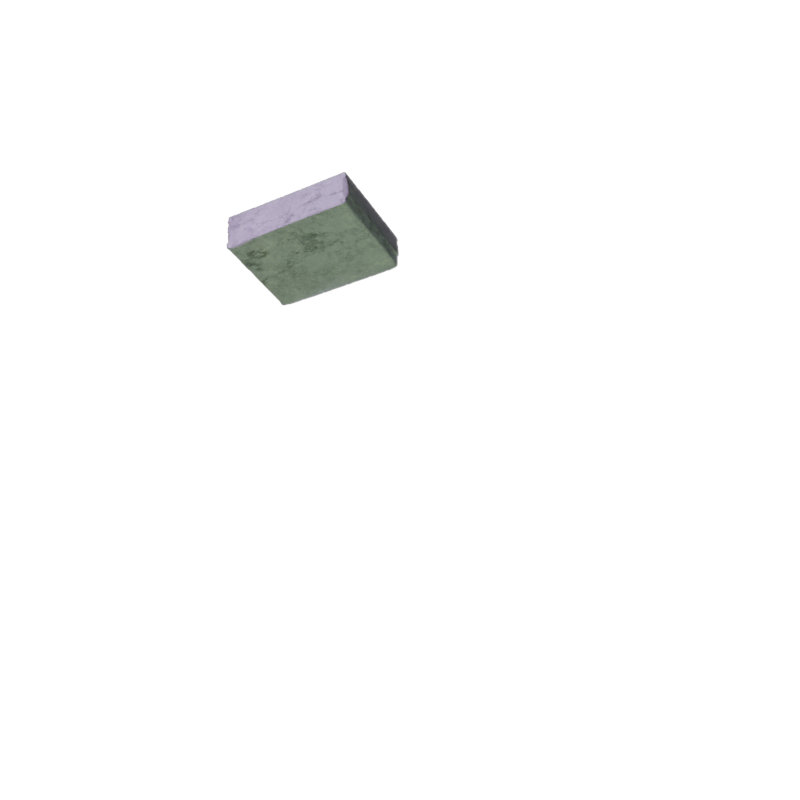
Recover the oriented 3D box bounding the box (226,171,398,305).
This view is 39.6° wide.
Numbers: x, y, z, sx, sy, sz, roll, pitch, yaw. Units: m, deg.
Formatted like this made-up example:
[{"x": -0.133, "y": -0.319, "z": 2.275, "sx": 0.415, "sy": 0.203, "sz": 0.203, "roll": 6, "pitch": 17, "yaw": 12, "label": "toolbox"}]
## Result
[{"x": -0.070, "y": -0.129, "z": 0.901, "sx": 0.114, "sy": 0.042, "sz": 0.083, "roll": -19, "pitch": -42, "yaw": 22, "label": "box"}]
